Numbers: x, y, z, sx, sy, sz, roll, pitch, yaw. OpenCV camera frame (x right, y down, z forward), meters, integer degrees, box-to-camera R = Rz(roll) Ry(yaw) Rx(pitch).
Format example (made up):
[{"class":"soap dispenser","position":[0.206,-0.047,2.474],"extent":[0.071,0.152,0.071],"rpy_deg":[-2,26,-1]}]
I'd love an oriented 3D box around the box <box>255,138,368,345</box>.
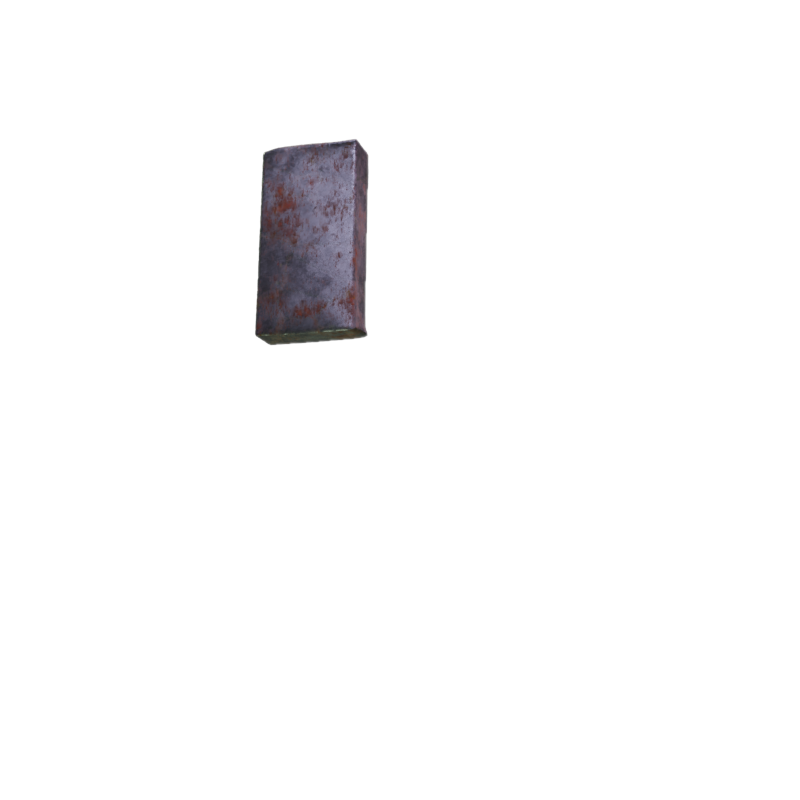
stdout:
[{"class":"box","position":[-0.077,-0.141,0.985],"extent":[0.095,0.183,0.045],"rpy_deg":[-5,-16,17]}]
